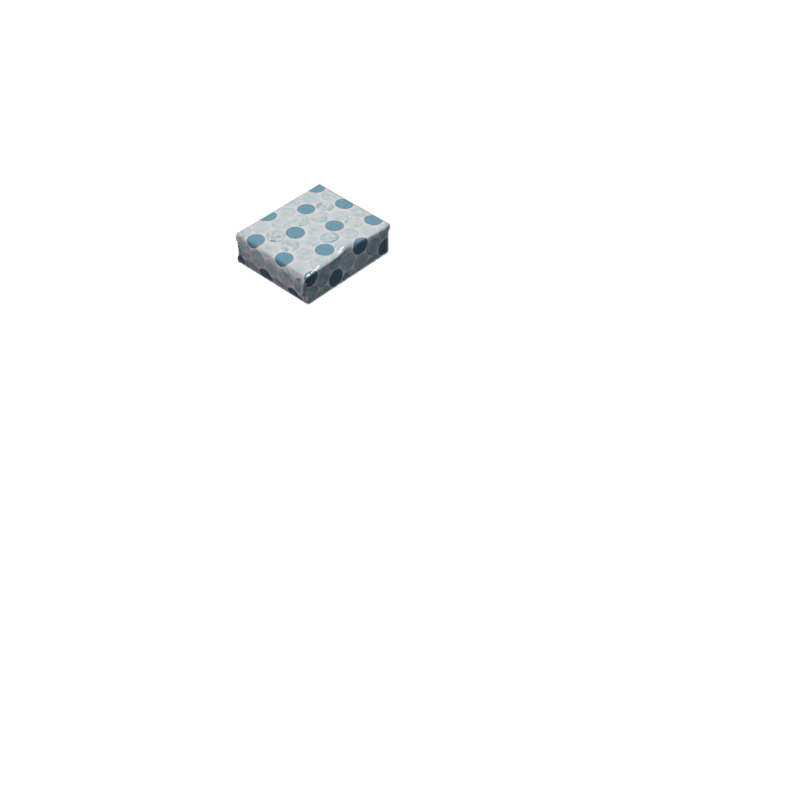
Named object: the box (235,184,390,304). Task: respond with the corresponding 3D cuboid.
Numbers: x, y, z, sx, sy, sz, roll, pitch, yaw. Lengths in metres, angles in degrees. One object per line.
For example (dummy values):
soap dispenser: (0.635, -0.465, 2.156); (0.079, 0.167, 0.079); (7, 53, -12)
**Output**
box: (-0.063, -0.115, 0.807); (0.078, 0.028, 0.090); (32, 51, 30)
